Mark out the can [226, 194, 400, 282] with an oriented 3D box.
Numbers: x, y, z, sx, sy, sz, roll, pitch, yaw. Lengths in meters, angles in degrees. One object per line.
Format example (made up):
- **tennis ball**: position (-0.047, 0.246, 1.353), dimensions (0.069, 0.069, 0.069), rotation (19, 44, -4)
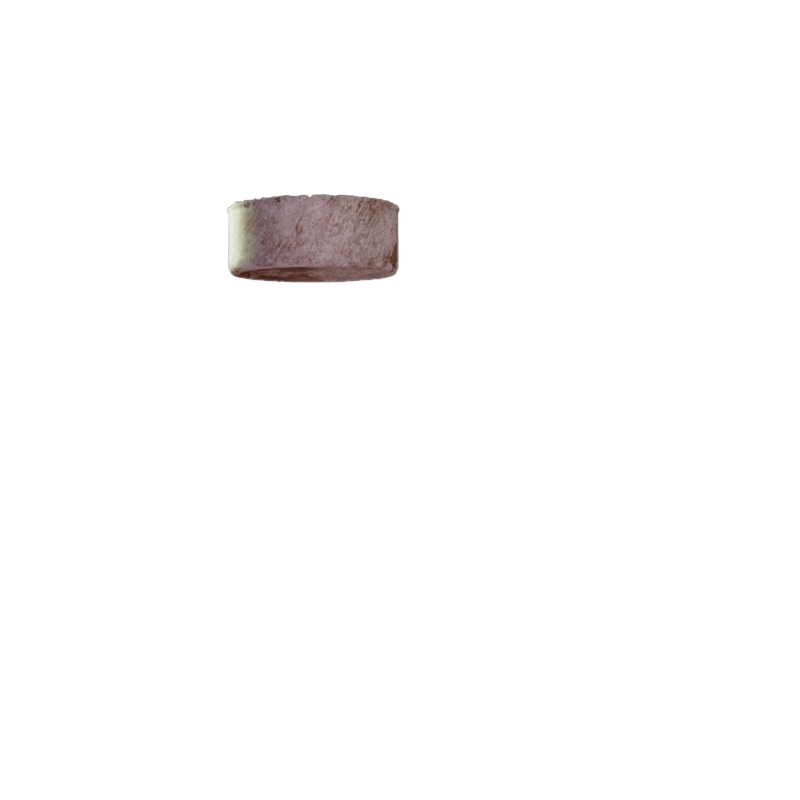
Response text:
- **can**: position (-0.043, -0.078, 0.550), dimensions (0.086, 0.034, 0.085), rotation (0, -1, -2)
